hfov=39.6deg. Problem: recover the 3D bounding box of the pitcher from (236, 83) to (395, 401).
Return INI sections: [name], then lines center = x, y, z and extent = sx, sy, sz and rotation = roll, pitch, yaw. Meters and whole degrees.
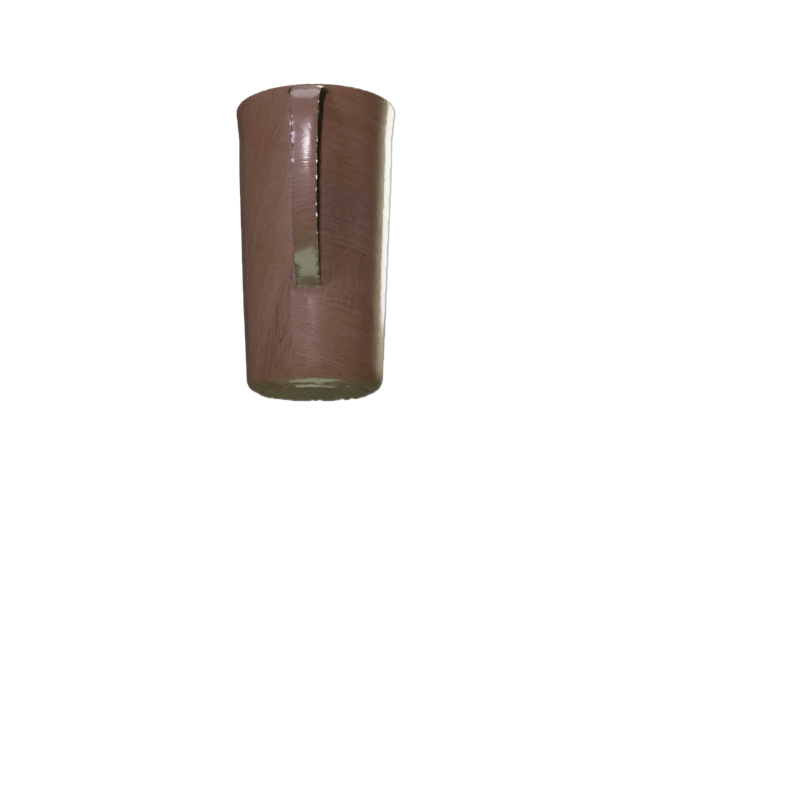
[pitcher]
center = -0.070, -0.127, 0.892
extent = 0.141, 0.251, 0.148
rotation = 11, -18, -43
